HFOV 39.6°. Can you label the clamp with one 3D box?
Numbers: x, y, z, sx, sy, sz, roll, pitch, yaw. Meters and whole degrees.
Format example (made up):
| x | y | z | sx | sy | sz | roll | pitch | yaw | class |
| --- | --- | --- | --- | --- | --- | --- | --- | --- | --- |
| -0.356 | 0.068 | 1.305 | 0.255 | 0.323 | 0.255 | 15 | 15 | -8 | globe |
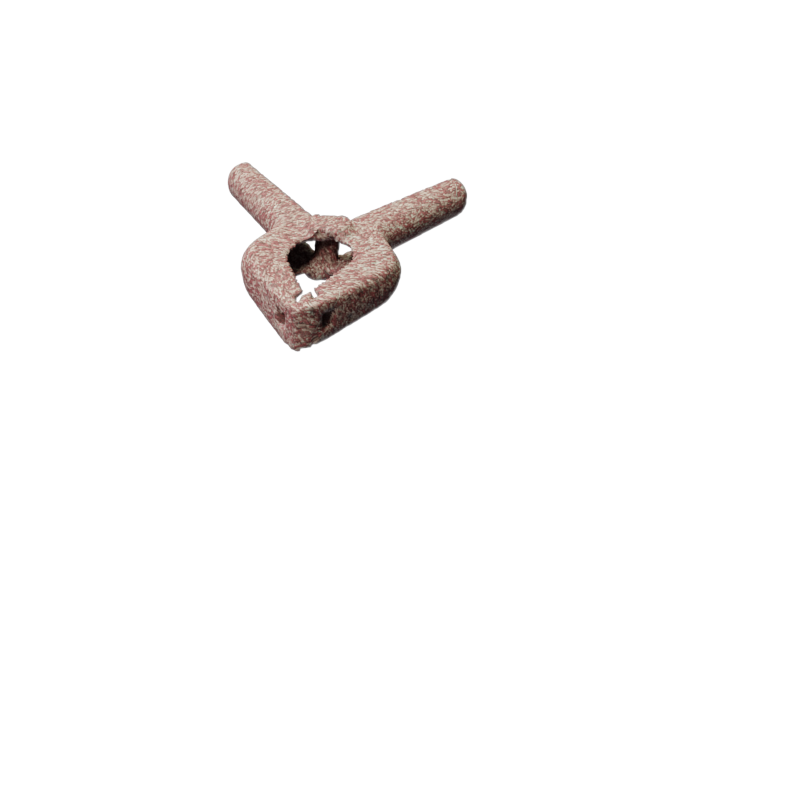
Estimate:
| x | y | z | sx | sy | sz | roll | pitch | yaw | class |
| --- | --- | --- | --- | --- | --- | --- | --- | --- | --- |
| -0.054 | -0.099 | 0.692 | 0.168 | 0.034 | 0.219 | 7 | 33 | 11 | clamp |
